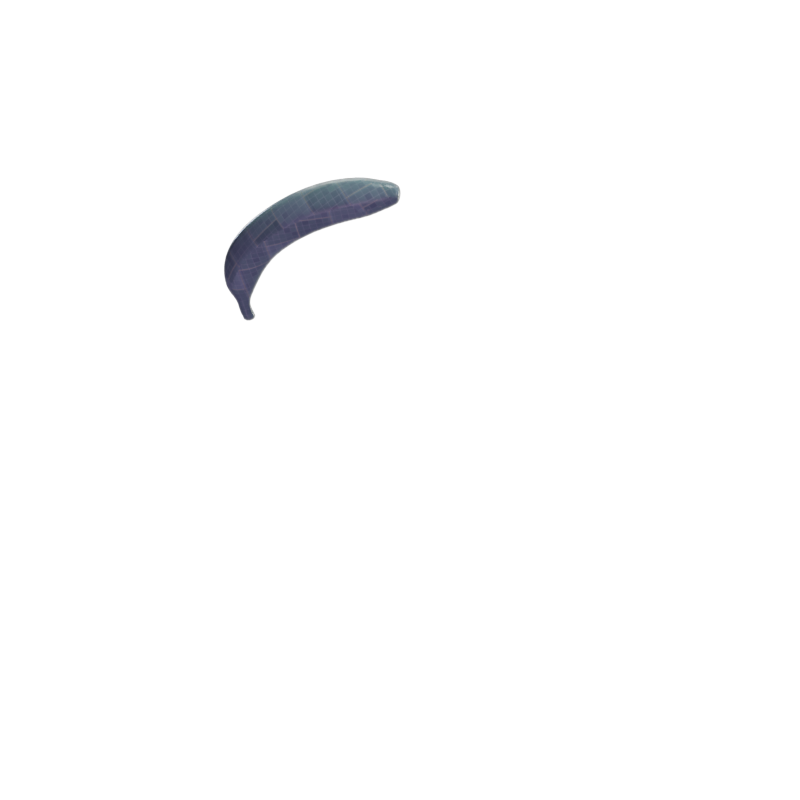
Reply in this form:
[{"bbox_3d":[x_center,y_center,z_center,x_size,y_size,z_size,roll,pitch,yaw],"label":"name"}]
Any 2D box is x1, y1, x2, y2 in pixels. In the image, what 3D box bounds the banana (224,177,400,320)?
[{"bbox_3d":[-0.091,-0.144,0.955,0.196,0.039,0.065,-34,-52,30],"label":"banana"}]
